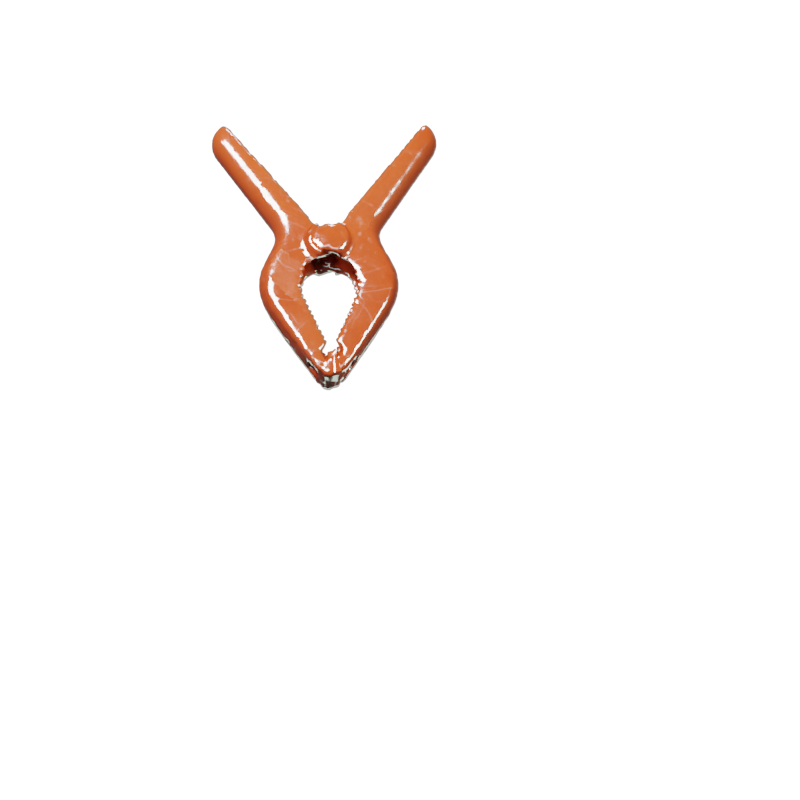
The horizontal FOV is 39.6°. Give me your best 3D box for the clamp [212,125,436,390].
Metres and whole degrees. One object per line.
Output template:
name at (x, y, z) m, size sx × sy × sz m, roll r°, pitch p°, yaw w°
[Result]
clamp at (-0.061, -0.111, 0.778) m, size 0.165 × 0.222 × 0.034 m, roll 4°, pitch -28°, yaw 2°
